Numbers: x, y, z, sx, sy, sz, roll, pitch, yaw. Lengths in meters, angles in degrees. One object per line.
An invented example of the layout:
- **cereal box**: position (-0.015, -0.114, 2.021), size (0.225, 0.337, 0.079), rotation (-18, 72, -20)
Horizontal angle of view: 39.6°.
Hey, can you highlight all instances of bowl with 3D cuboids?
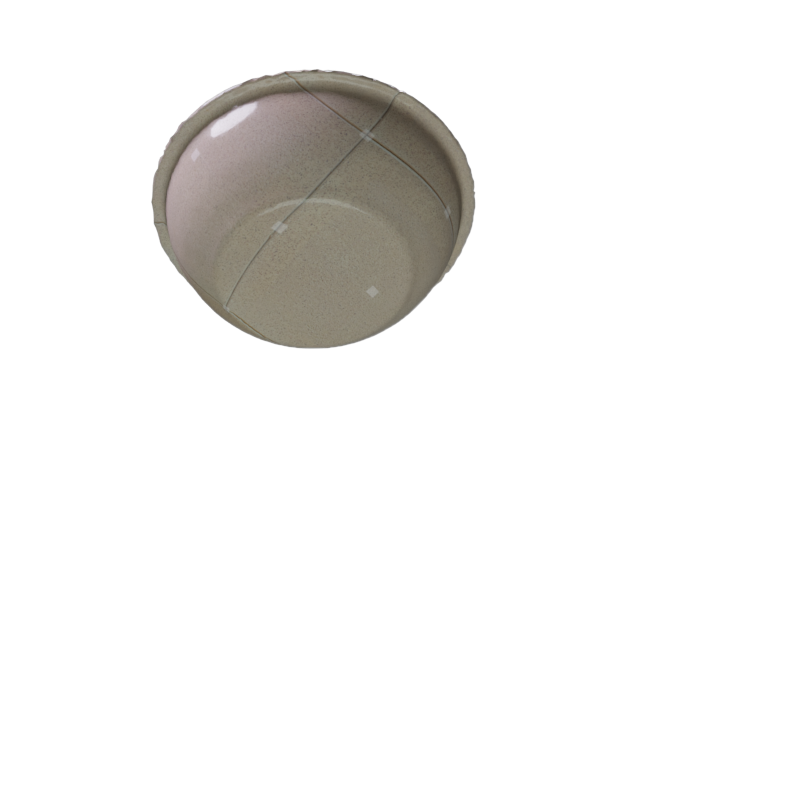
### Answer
- **bowl**: position (-0.042, -0.076, 0.535), size (0.162, 0.151, 0.059), rotation (1, 41, -1)
